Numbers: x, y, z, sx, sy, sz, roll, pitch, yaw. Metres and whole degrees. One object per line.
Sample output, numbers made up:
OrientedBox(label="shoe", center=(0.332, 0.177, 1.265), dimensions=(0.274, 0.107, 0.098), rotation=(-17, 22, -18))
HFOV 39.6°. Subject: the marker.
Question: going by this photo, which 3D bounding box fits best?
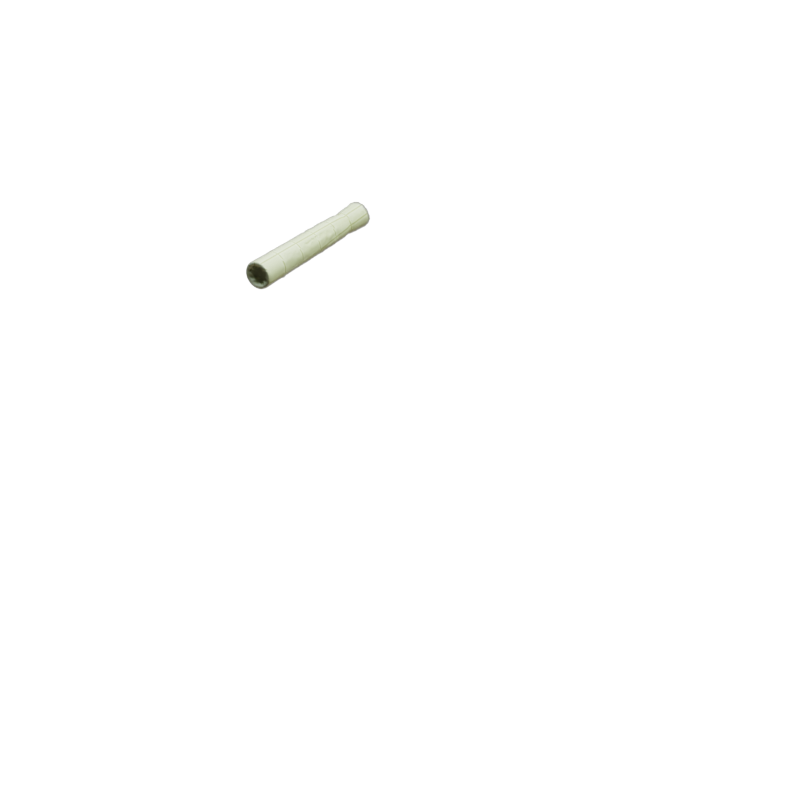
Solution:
OrientedBox(label="marker", center=(-0.057, -0.104, 0.731), dimensions=(0.020, 0.019, 0.122), rotation=(2, 28, 34))
